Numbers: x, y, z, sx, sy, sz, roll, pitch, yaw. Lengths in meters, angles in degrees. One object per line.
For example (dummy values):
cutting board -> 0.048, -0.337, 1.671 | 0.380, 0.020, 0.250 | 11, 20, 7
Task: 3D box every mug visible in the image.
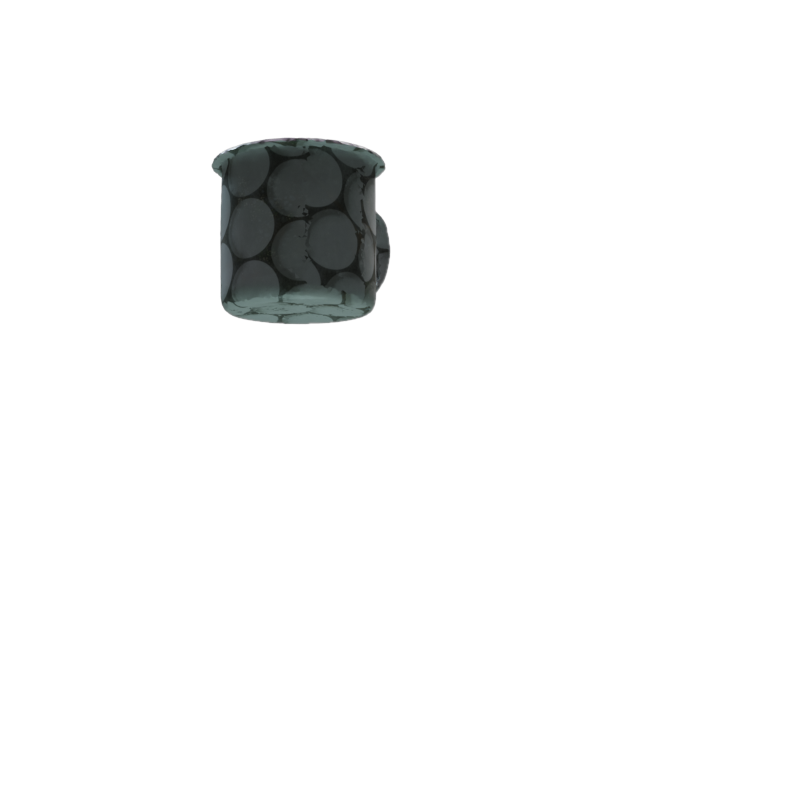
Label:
mug -> -0.047, -0.085, 0.596 | 0.096, 0.084, 0.111 | -7, -11, 38
